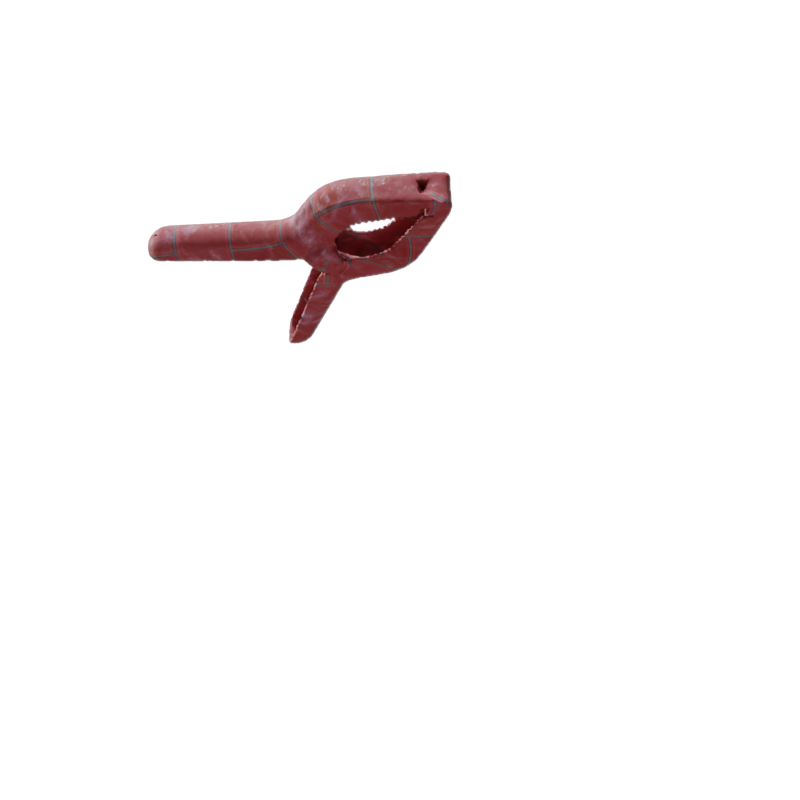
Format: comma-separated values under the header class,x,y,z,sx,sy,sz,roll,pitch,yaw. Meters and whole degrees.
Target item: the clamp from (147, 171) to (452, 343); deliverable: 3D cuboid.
class,x,y,z,sx,sy,sz,roll,pitch,yaw
clamp,-0.060,-0.110,0.770,0.210,0.039,0.154,-25,-38,37
